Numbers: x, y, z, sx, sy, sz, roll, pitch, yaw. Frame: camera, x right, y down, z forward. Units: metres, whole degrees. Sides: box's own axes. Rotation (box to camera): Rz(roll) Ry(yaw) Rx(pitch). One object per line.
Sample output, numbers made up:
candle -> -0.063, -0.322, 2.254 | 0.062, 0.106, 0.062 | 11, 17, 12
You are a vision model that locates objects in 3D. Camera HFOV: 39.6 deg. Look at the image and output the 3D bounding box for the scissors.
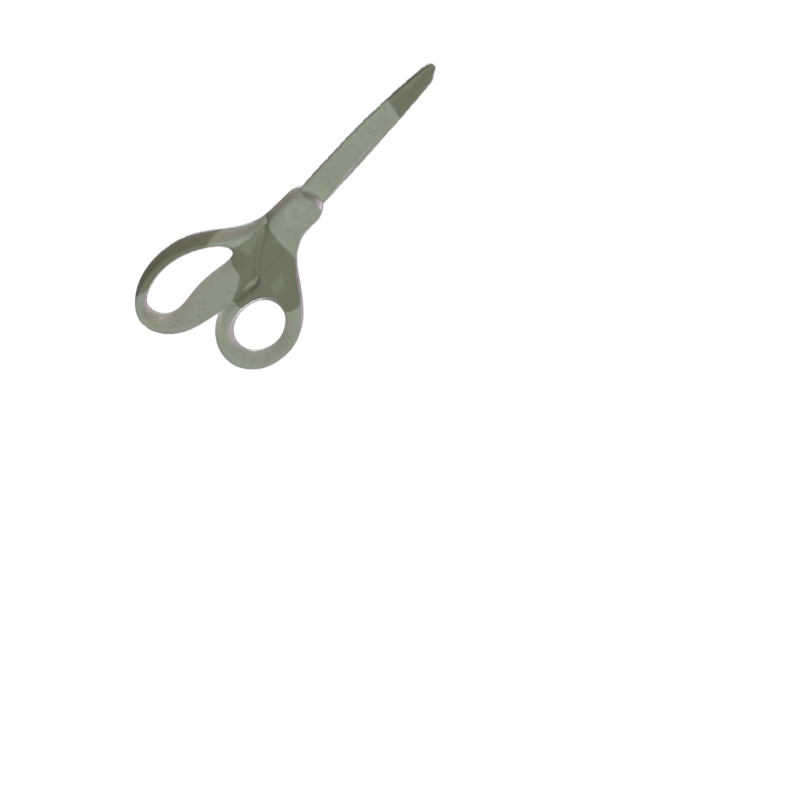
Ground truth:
scissors -> -0.044, -0.080, 0.558 | 0.201, 0.090, 0.017 | -28, 31, 19
